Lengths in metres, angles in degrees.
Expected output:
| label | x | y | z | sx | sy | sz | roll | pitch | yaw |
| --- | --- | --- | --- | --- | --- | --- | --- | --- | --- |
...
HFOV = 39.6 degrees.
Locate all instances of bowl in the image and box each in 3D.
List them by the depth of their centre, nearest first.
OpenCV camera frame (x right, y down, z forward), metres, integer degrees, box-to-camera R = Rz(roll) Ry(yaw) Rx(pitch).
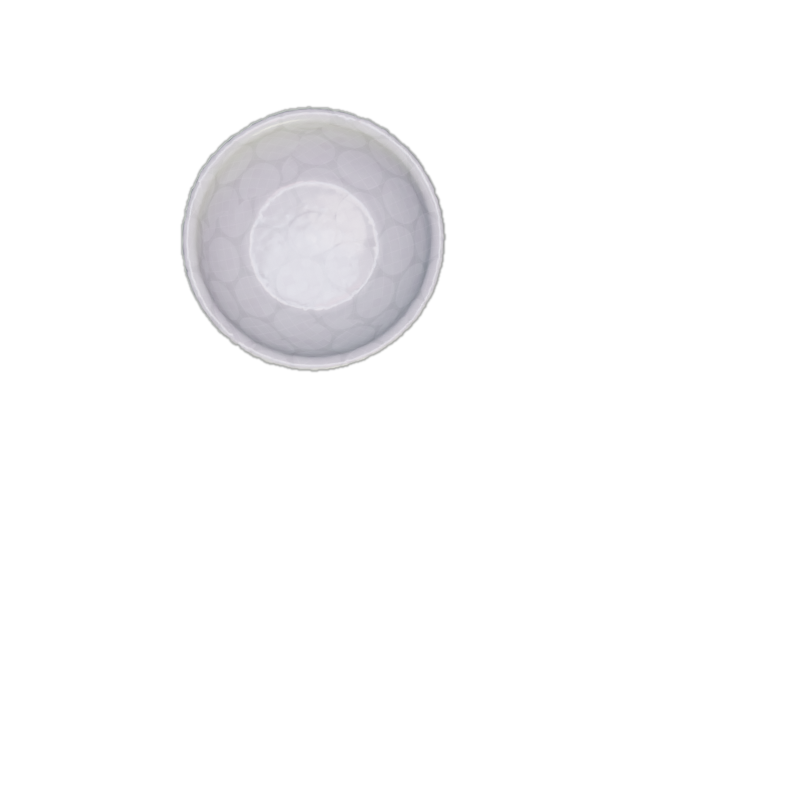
| label | x | y | z | sx | sy | sz | roll | pitch | yaw |
| --- | --- | --- | --- | --- | --- | --- | --- | --- | --- |
| bowl | -0.055 | -0.101 | 0.704 | 0.162 | 0.164 | 0.054 | 0 | -4 | 0 |
